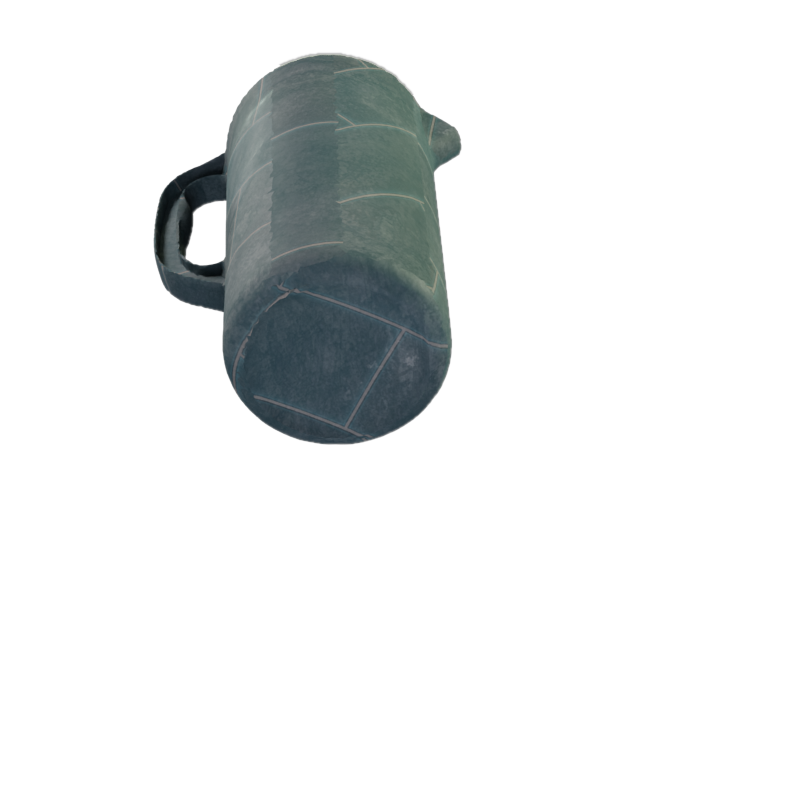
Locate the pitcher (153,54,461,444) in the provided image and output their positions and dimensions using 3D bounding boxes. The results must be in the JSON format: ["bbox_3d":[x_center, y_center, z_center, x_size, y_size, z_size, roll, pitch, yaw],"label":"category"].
[{"bbox_3d":[-0.048,-0.088,0.616,0.139,0.146,0.259,31,27,-21],"label":"pitcher"}]
